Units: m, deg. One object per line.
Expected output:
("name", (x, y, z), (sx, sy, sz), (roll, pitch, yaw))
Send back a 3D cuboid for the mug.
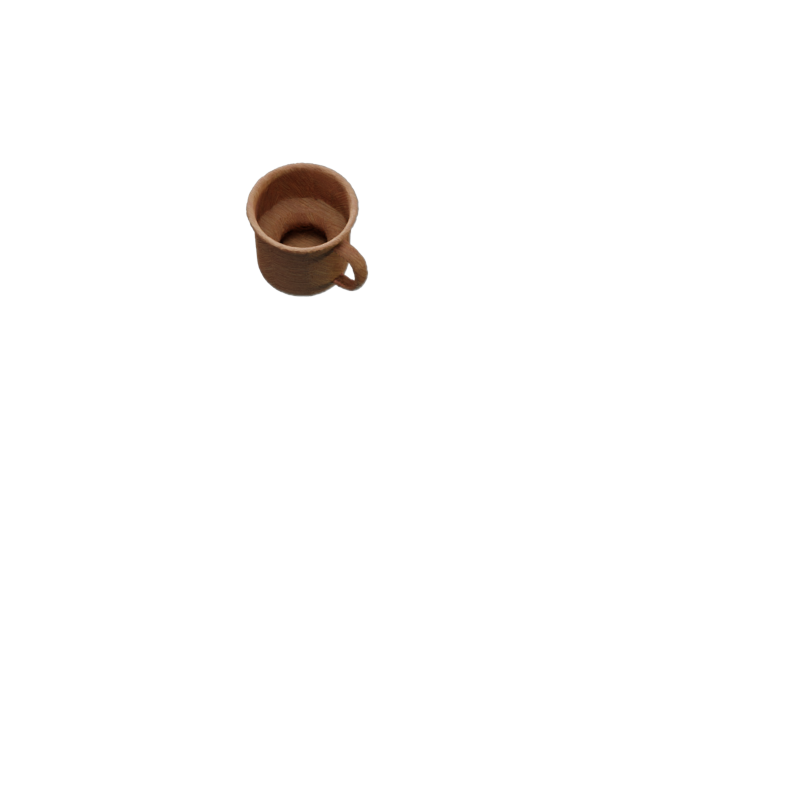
("mug", (-0.074, -0.135, 0.943), (0.123, 0.095, 0.076), (36, -26, 19))
